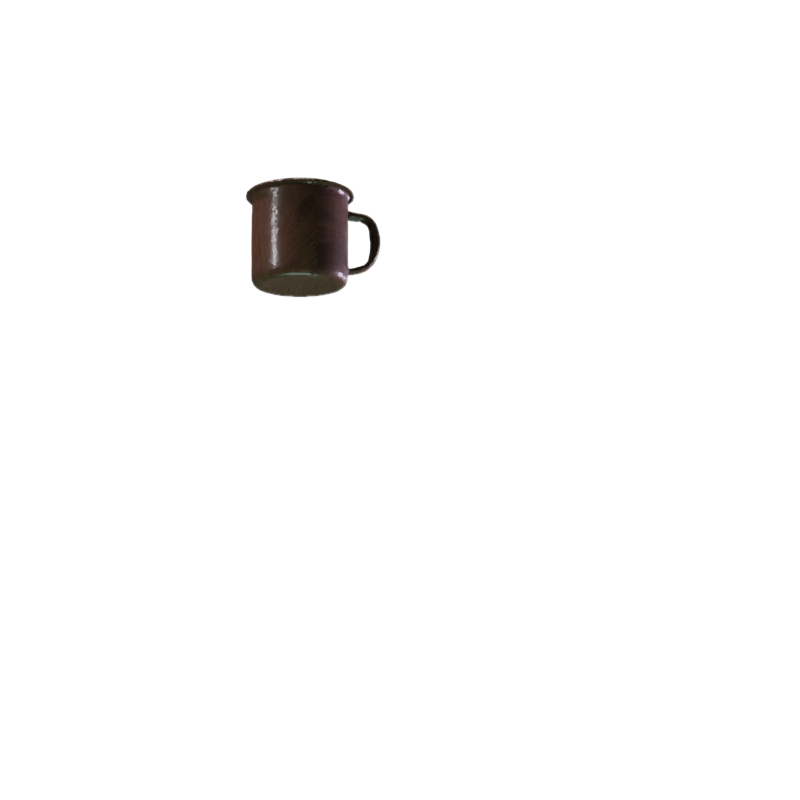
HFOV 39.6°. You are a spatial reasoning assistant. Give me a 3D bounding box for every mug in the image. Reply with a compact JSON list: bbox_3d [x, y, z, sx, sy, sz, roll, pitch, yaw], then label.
[{"bbox_3d":[-0.074,-0.135,0.944,0.114,0.084,0.092,3,-13,-17],"label":"mug"}]
